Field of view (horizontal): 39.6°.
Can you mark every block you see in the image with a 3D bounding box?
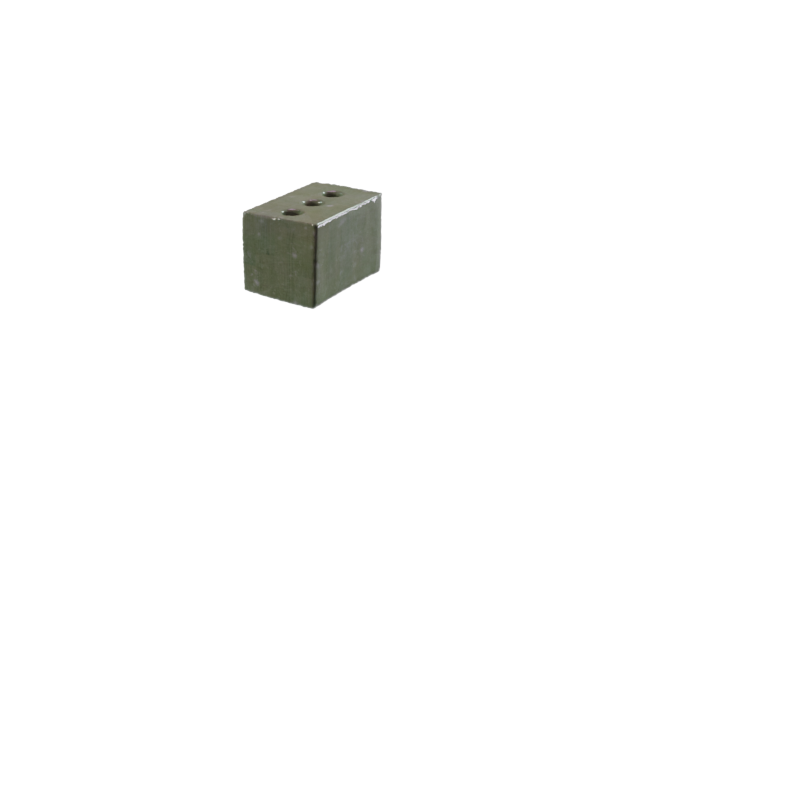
[{"bbox_3d":[-0.052,-0.096,0.670,0.055,0.049,0.078,13,27,27],"label":"block"}]
